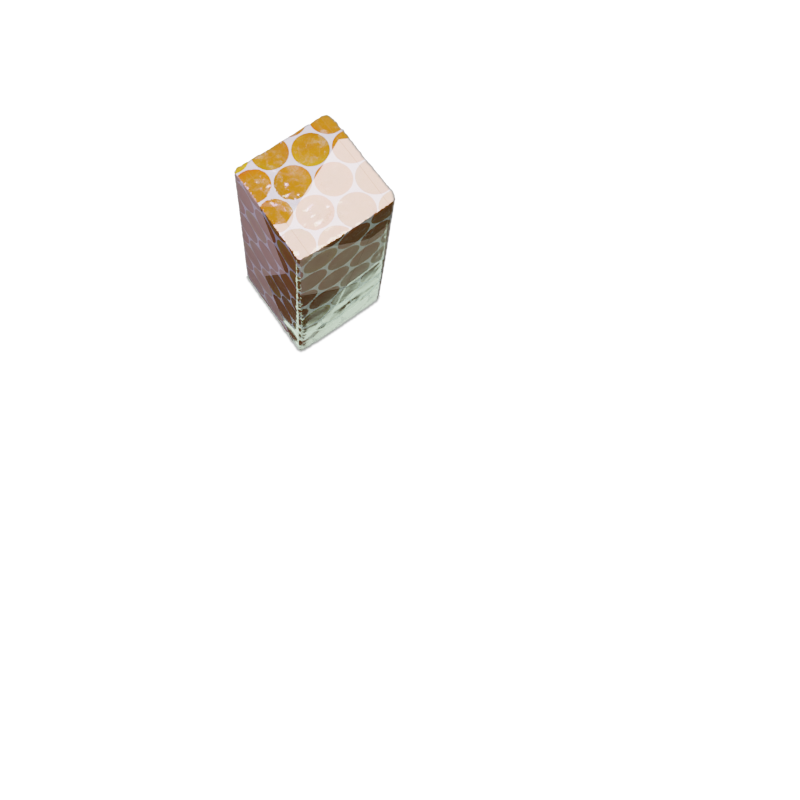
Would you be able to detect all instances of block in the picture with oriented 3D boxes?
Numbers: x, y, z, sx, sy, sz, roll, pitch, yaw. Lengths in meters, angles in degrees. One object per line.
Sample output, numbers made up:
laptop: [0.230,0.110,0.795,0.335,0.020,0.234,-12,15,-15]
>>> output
block: [-0.071,-0.130,0.909,0.090,0.095,0.197,-34,-13,-13]
